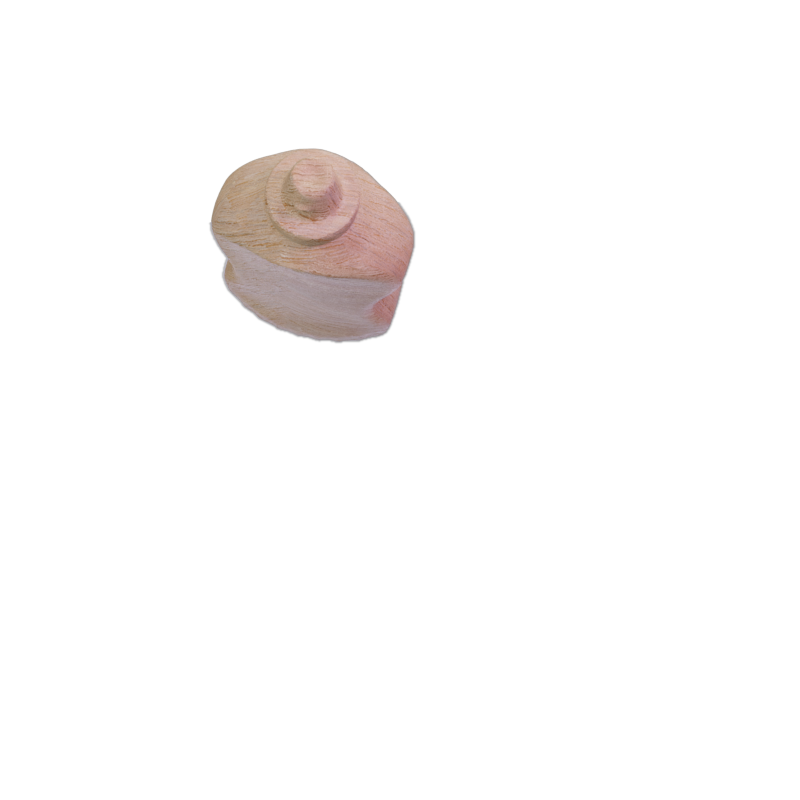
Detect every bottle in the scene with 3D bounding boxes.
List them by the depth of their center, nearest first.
[{"bbox_3d":[-0.042,-0.077,0.539,0.097,0.060,0.186,19,-11,0],"label":"bottle"}]
